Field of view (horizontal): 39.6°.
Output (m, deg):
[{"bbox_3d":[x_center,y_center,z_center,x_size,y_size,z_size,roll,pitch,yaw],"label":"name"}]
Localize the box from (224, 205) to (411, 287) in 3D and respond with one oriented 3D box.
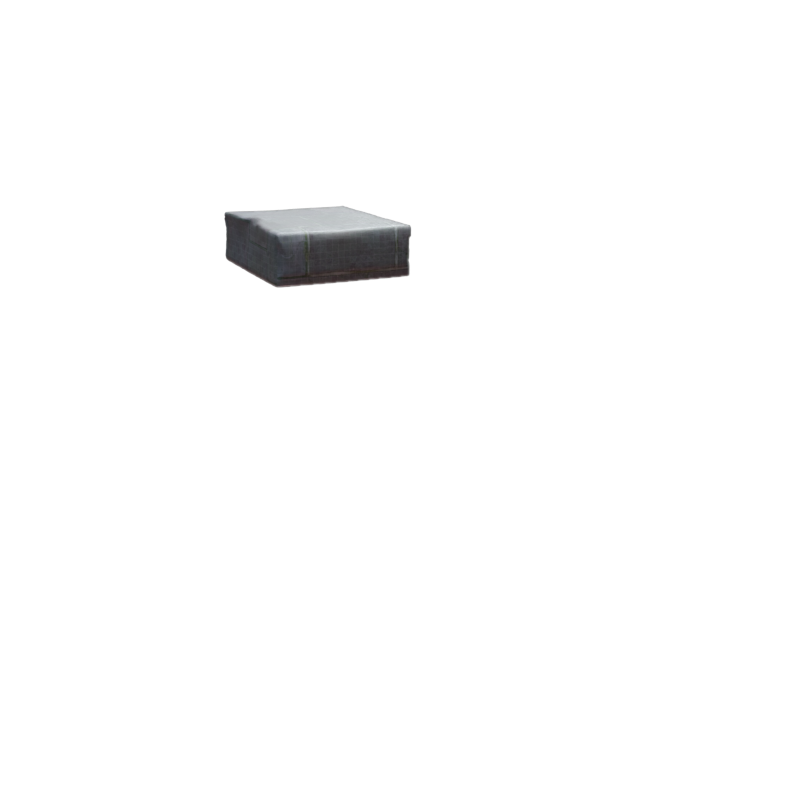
[{"bbox_3d":[-0.046,-0.084,0.586,0.071,0.029,0.094,-7,18,-23],"label":"box"}]
